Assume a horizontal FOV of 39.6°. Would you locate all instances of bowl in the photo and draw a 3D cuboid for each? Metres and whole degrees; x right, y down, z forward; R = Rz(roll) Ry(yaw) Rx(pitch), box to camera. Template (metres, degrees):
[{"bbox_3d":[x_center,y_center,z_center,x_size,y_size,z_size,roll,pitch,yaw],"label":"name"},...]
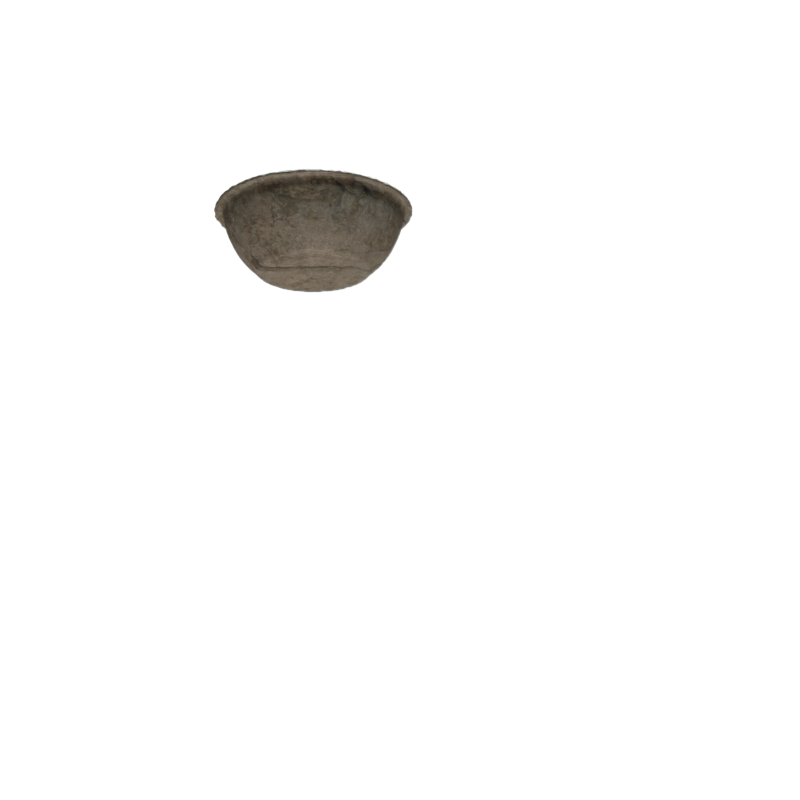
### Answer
[{"bbox_3d":[-0.070,-0.128,0.896,0.162,0.058,0.155,0,-16,-2],"label":"bowl"}]
